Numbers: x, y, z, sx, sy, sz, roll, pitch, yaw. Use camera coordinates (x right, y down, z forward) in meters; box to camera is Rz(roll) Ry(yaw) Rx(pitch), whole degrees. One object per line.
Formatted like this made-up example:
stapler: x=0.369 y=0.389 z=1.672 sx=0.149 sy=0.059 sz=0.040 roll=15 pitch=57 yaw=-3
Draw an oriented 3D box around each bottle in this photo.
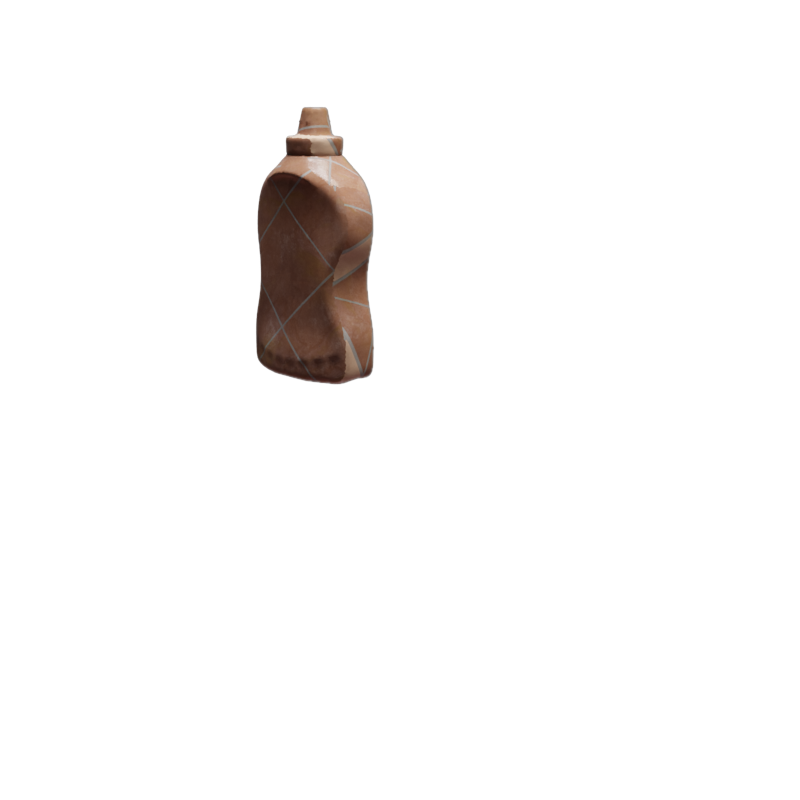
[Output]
bottle: x=-0.062 y=-0.114 z=0.796 sx=0.057 sy=0.188 sz=0.101 roll=-8 pitch=13 yaw=-44
